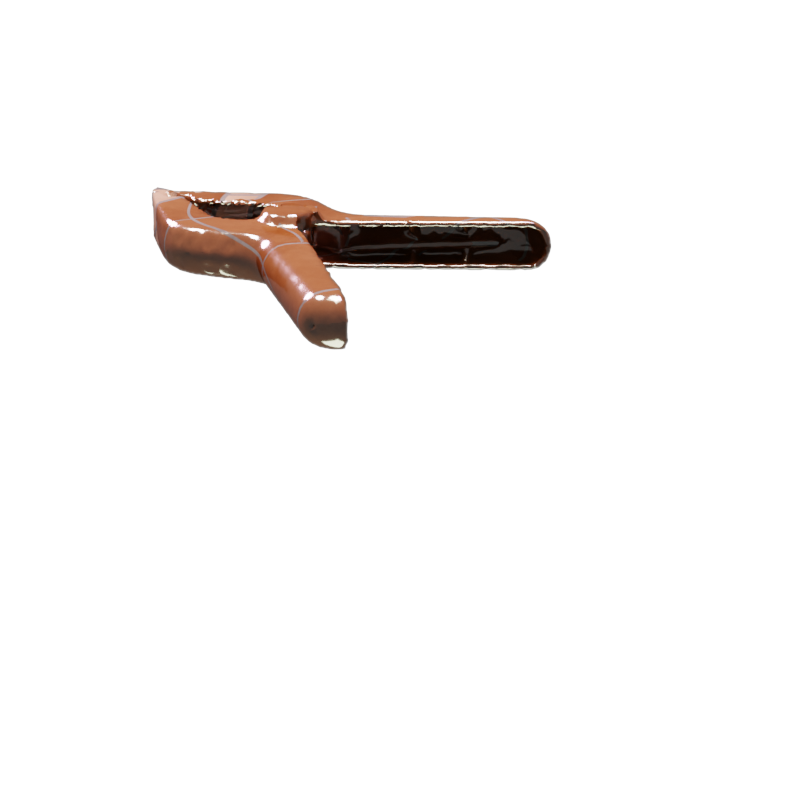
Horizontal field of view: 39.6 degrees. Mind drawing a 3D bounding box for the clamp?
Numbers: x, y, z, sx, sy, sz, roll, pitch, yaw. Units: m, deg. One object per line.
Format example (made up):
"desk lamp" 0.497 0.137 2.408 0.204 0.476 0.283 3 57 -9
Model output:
"clamp" -0.043 -0.079 0.554 0.161 0.035 0.223 -19 29 -39
